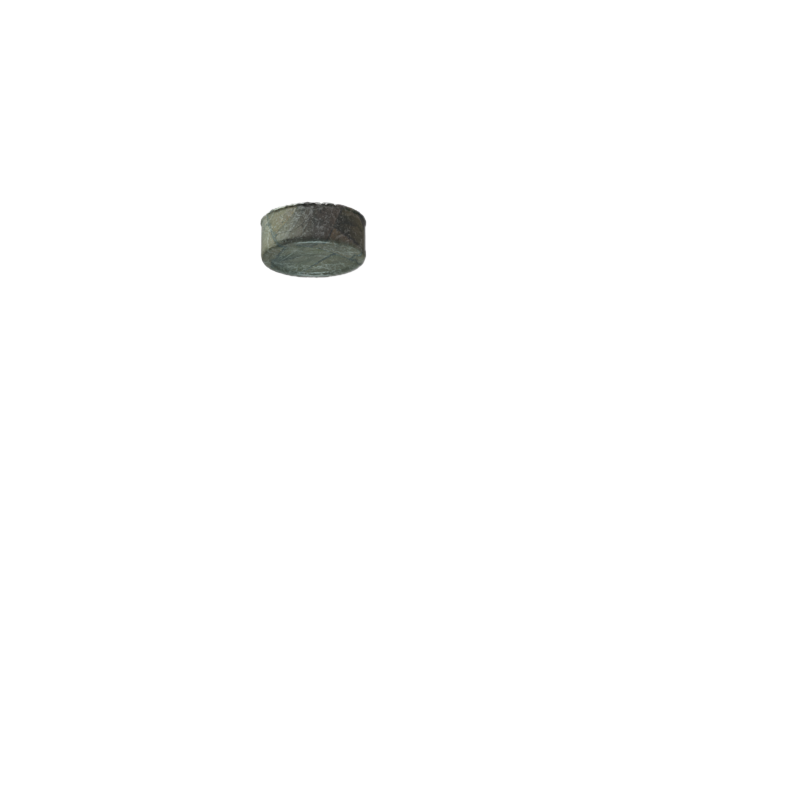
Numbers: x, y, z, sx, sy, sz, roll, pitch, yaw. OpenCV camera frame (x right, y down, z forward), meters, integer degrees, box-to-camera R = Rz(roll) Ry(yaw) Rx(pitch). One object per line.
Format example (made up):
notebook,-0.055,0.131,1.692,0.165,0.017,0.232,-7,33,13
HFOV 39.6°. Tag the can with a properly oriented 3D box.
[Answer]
can,-0.070,-0.127,0.893,0.086,0.035,0.082,0,-15,-2
